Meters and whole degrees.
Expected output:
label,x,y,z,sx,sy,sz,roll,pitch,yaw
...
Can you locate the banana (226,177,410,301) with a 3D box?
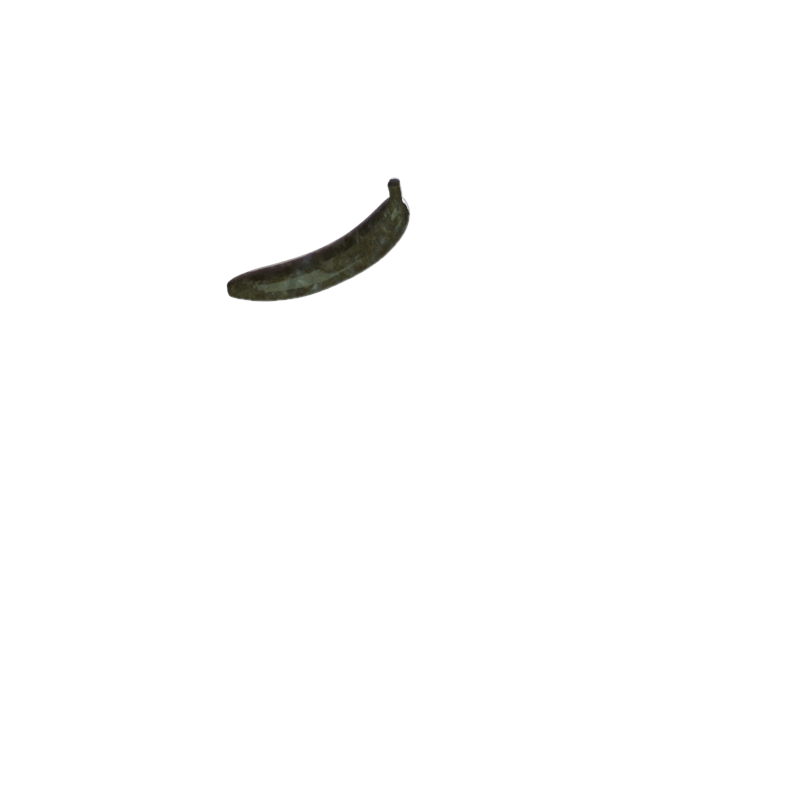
label,x,y,z,sx,sy,sz,roll,pitch,yaw
banana,-0.062,-0.131,0.982,0.197,0.039,0.065,-30,-53,24
